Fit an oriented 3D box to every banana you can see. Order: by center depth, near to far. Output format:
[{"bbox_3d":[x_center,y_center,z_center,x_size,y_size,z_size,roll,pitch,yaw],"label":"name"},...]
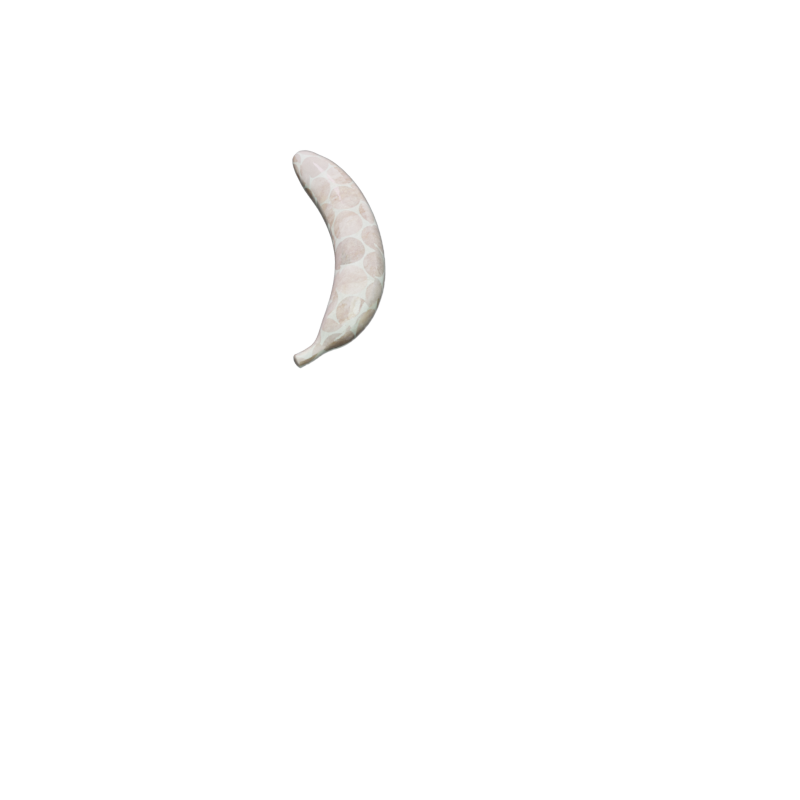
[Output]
[{"bbox_3d":[-0.047,-0.116,0.836,0.069,0.212,0.034,-2,-35,-2],"label":"banana"}]
